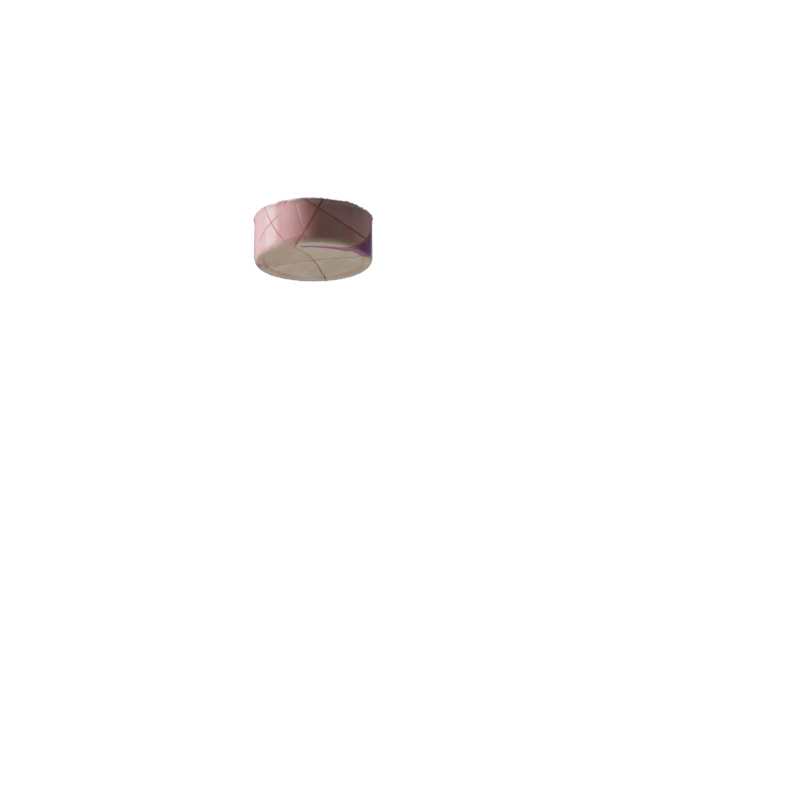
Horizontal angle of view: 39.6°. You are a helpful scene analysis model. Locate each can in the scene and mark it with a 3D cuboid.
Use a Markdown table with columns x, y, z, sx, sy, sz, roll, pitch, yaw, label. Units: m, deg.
| x | y | z | sx | sy | sz | roll | pitch | yaw | label |
| --- | --- | --- | --- | --- | --- | --- | --- | --- | --- |
| -0.062 | -0.113 | 0.790 | 0.086 | 0.035 | 0.083 | 0 | -14 | -2 | can |
